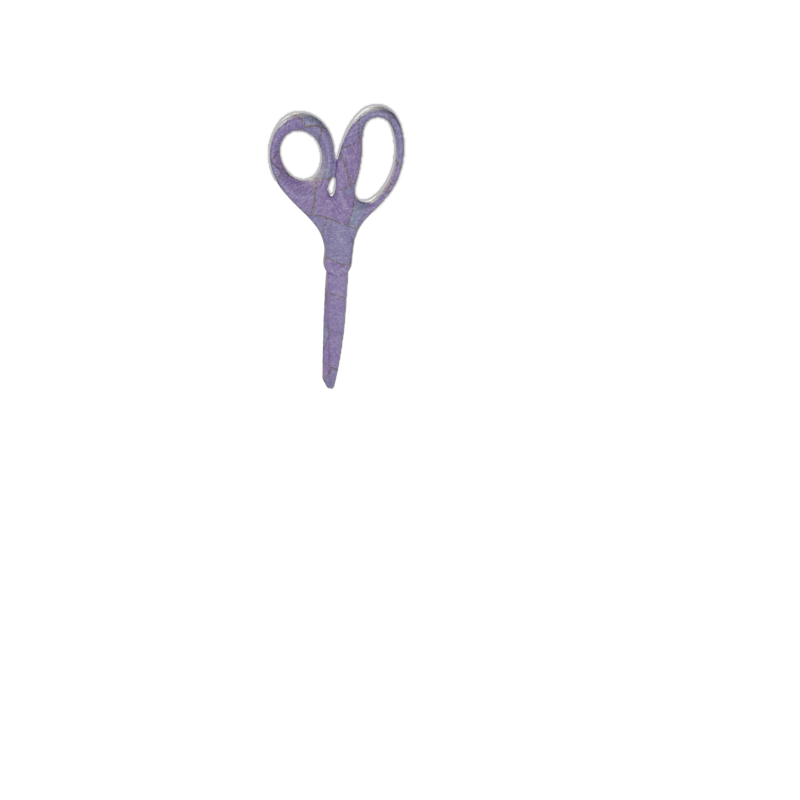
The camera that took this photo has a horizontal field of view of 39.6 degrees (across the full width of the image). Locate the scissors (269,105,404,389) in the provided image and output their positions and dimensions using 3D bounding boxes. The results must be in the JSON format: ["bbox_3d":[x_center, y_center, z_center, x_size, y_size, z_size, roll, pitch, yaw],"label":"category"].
[{"bbox_3d":[-0.058,-0.106,0.739,0.095,0.195,0.016,19,20,-7],"label":"scissors"}]
